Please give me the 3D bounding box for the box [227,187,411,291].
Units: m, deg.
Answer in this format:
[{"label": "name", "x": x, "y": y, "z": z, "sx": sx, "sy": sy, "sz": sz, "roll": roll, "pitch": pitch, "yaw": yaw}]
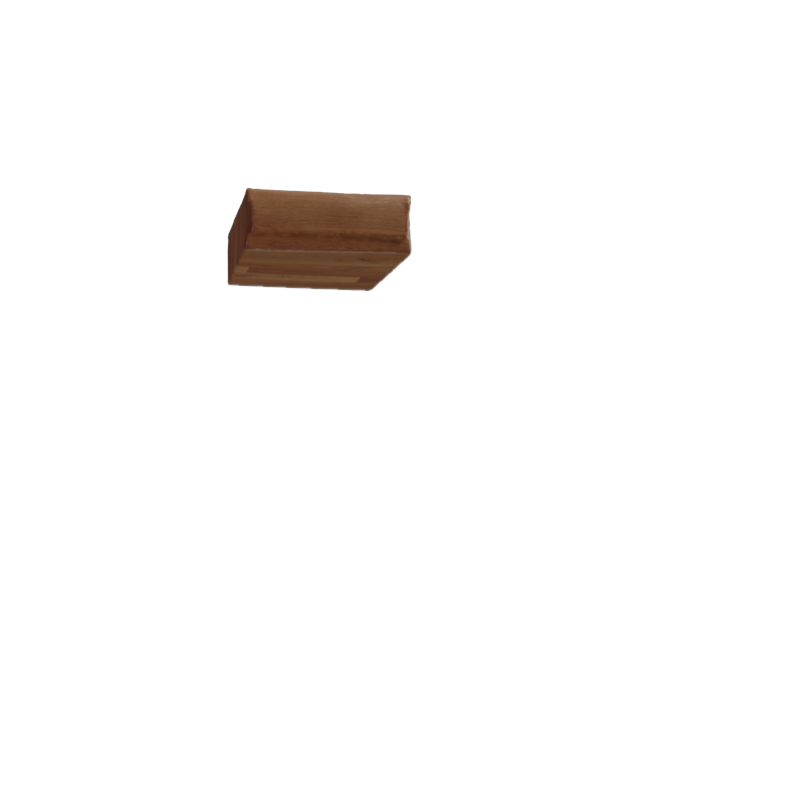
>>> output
[{"label": "box", "x": -0.040, "y": -0.073, "z": 0.510, "sx": 0.072, "sy": 0.031, "sz": 0.088, "roll": 1, "pitch": -6, "yaw": -11}]
